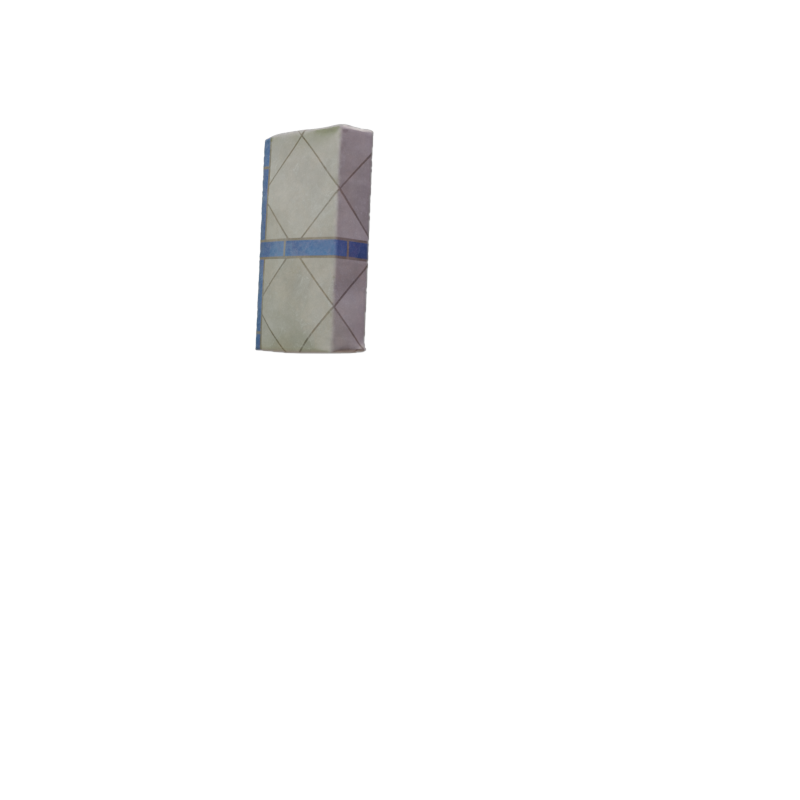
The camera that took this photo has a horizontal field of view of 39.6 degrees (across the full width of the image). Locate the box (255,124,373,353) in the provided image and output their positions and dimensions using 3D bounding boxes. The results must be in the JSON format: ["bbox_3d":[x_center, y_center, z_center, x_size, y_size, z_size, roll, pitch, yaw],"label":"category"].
[{"bbox_3d":[-0.069,-0.126,0.880,0.097,0.178,0.046,-2,-4,45],"label":"box"}]
